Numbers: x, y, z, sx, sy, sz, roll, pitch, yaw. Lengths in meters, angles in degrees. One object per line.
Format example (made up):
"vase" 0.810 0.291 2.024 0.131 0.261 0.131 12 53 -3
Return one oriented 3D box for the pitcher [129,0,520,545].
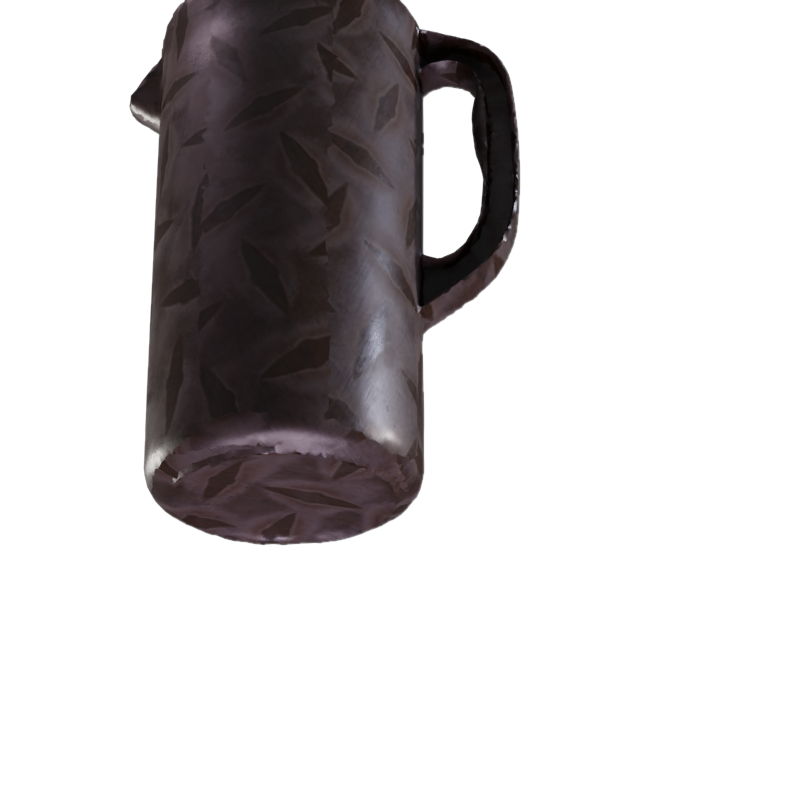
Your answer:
"pitcher" -0.038 -0.070 0.490 0.137 0.260 0.147 21 -40 -32
